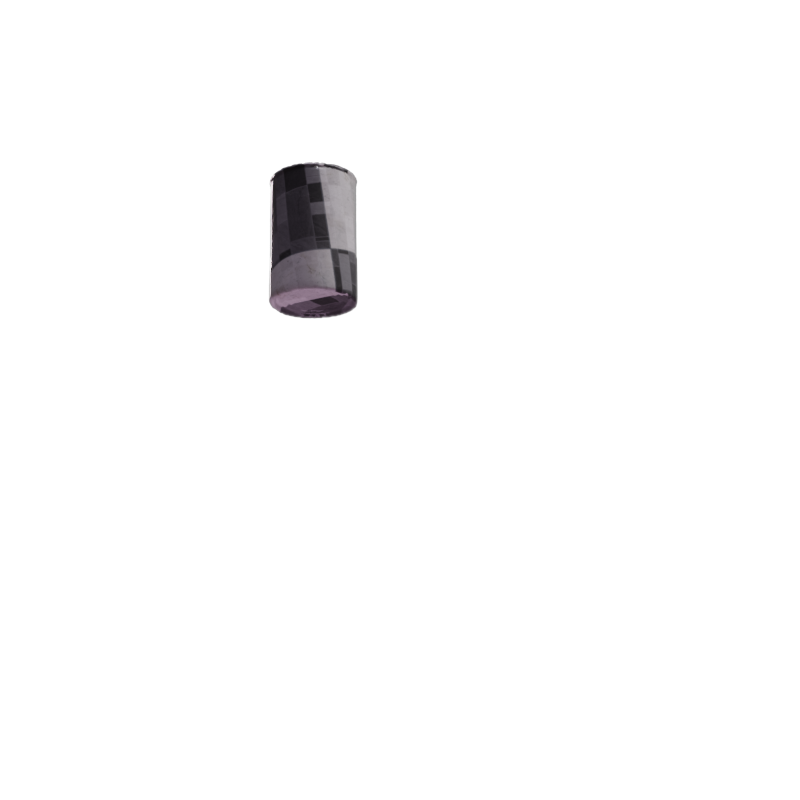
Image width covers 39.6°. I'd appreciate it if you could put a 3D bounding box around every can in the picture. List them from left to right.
[{"bbox_3d":[-0.066,-0.121,0.845,0.068,0.107,0.065,0,-20,-2],"label":"can"}]
